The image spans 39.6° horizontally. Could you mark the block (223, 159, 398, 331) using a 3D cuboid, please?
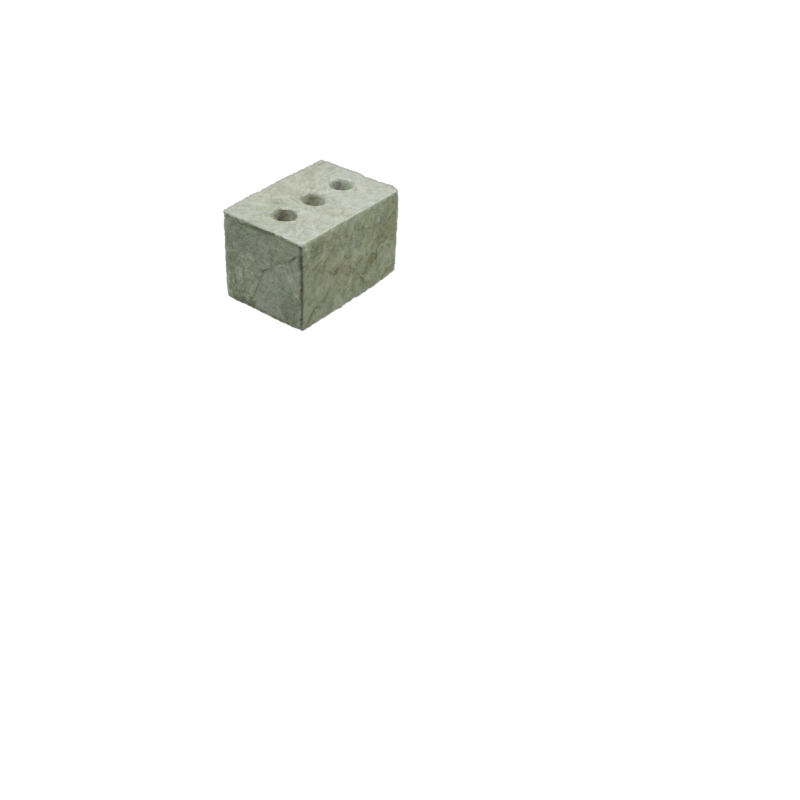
[{"bbox_3d":[-0.044,-0.080,0.563,0.056,0.048,0.078,24,41,30],"label":"block"}]
